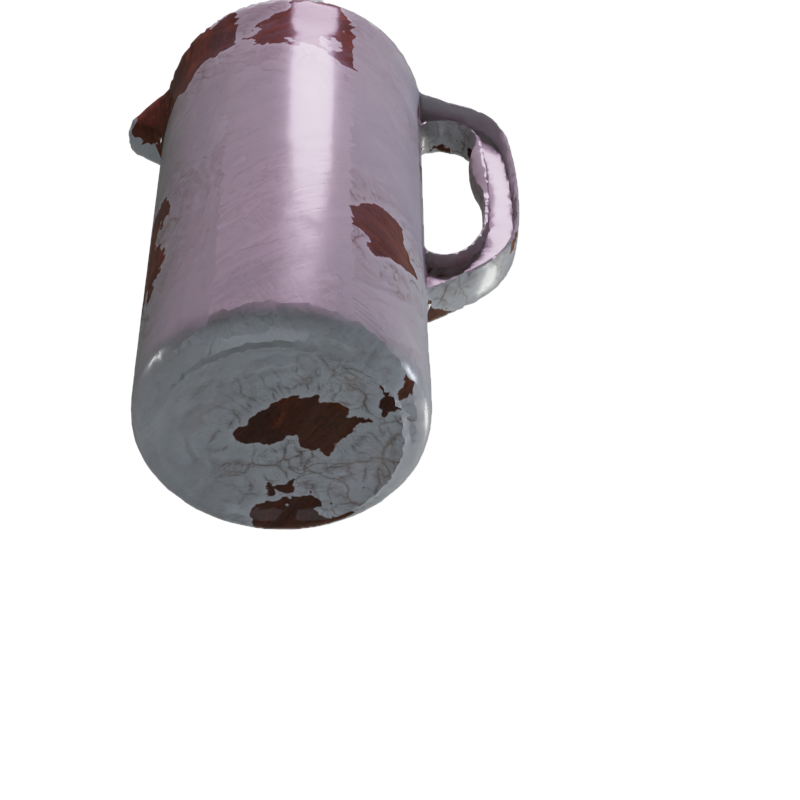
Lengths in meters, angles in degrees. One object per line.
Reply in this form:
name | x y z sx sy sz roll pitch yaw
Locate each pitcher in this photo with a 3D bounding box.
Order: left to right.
pitcher | -0.038 -0.069 0.486 0.148 0.260 0.136 -37 -57 24
